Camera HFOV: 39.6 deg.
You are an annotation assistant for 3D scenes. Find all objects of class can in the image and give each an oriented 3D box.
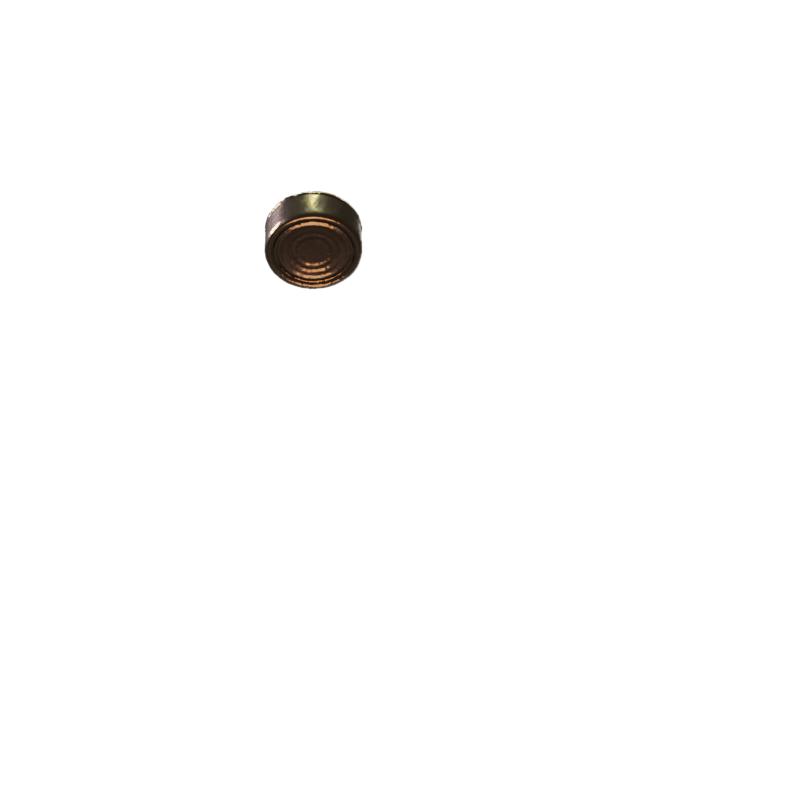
[{"bbox_3d":[-0.076,-0.138,0.964,0.086,0.080,0.036,1,43,-1],"label":"can"}]
